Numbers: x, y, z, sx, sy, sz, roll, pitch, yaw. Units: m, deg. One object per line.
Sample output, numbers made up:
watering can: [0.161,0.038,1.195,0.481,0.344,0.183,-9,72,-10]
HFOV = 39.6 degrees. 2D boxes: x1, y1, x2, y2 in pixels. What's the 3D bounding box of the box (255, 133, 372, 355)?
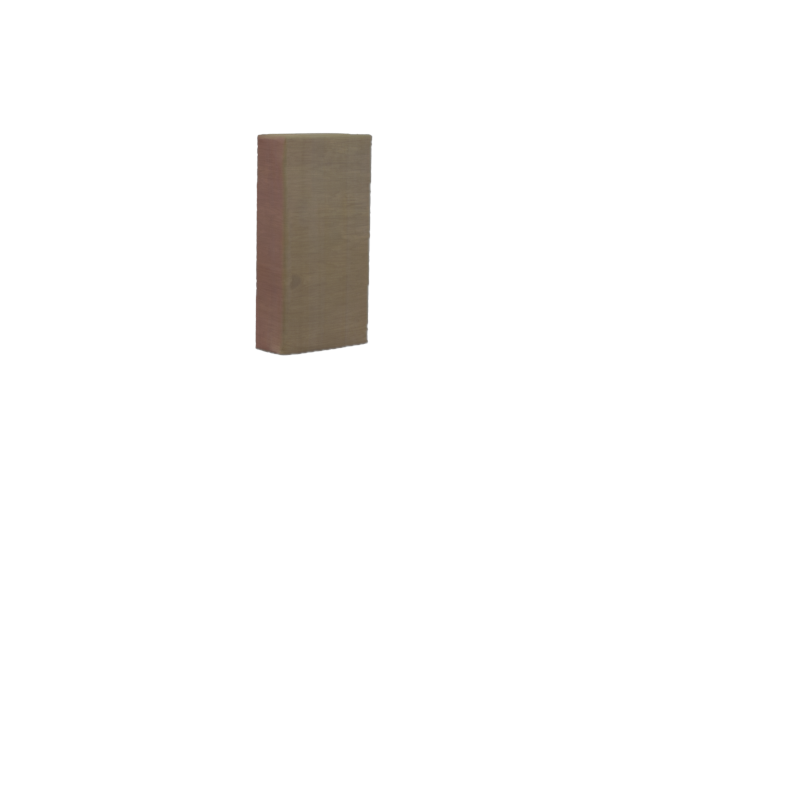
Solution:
box: [-0.071,-0.129,0.905,0.090,0.174,0.050,-6,9,-41]
